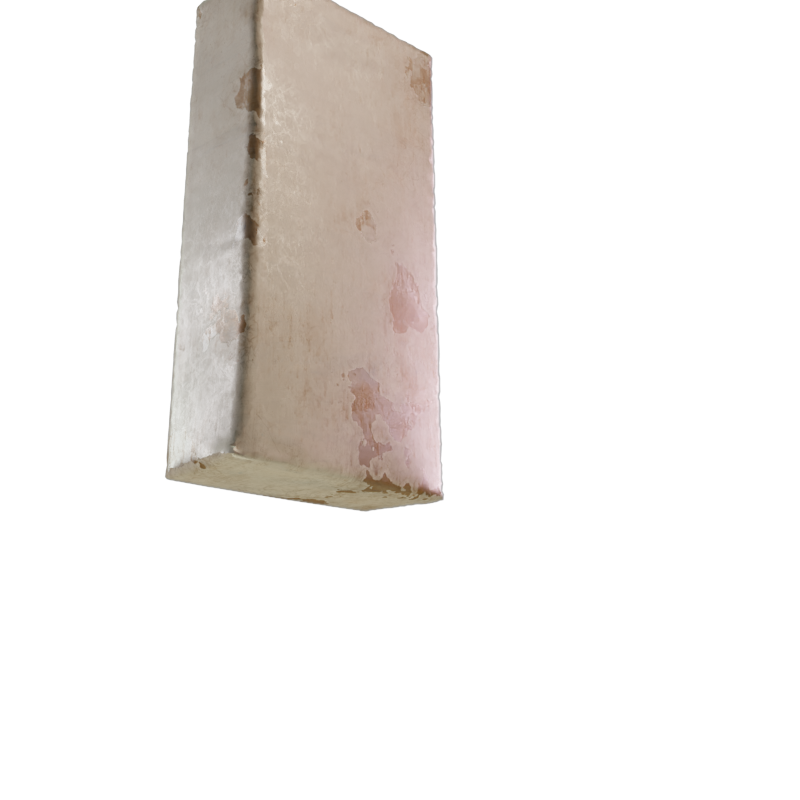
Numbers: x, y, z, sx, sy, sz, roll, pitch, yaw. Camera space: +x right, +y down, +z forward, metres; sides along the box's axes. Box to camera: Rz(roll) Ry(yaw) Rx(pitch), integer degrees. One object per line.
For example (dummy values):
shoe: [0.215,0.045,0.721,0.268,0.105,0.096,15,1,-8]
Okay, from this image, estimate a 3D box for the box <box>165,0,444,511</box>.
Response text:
box: [-0.031,-0.056,0.395,0.088,0.186,0.048,18,-30,-41]
